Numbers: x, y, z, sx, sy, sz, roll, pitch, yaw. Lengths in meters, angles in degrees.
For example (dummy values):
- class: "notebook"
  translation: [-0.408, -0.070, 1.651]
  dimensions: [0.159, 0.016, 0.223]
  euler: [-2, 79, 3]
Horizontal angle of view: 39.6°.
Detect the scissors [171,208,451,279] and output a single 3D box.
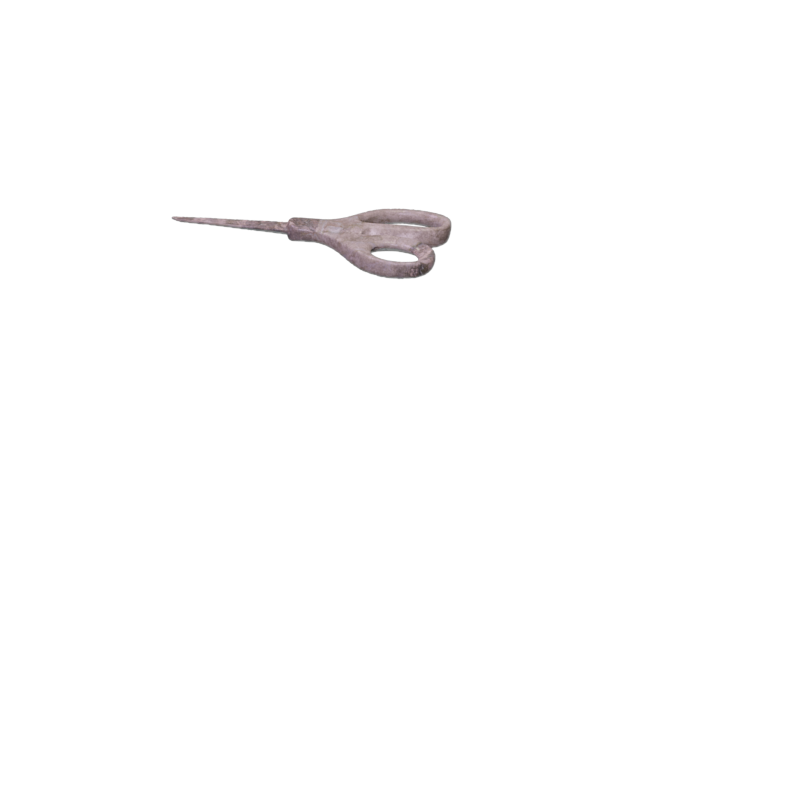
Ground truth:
- class: "scissors"
  translation: [-0.061, -0.112, 0.782]
  dimensions: [0.200, 0.015, 0.103]
  euler: [-3, 33, -5]
